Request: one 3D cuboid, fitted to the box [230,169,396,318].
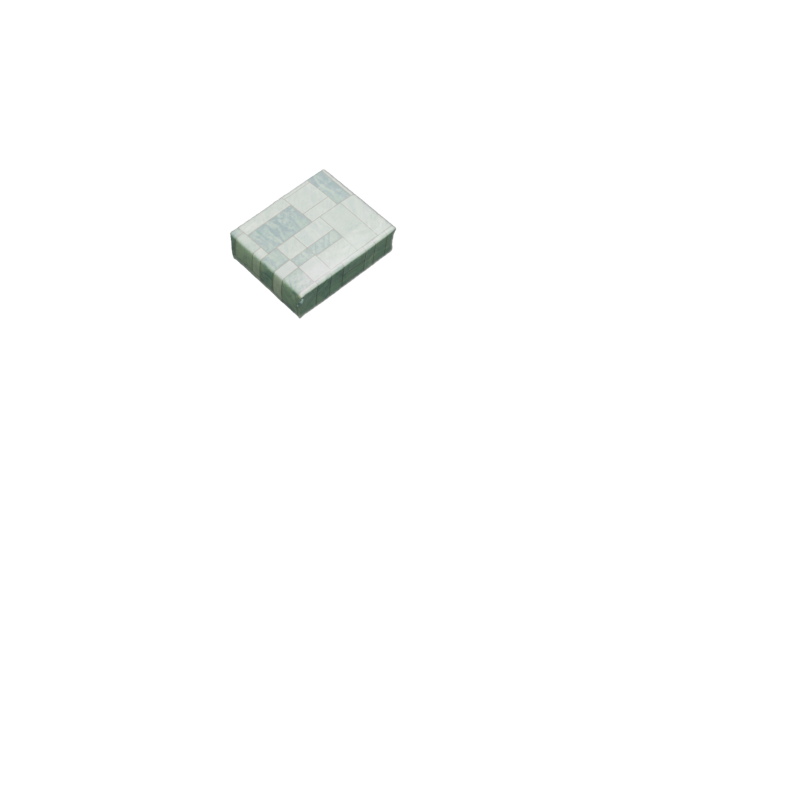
[{"bbox_3d":[-0.074,-0.135,0.944,0.115,0.095,0.036,-39,-25,-24],"label":"box"}]
